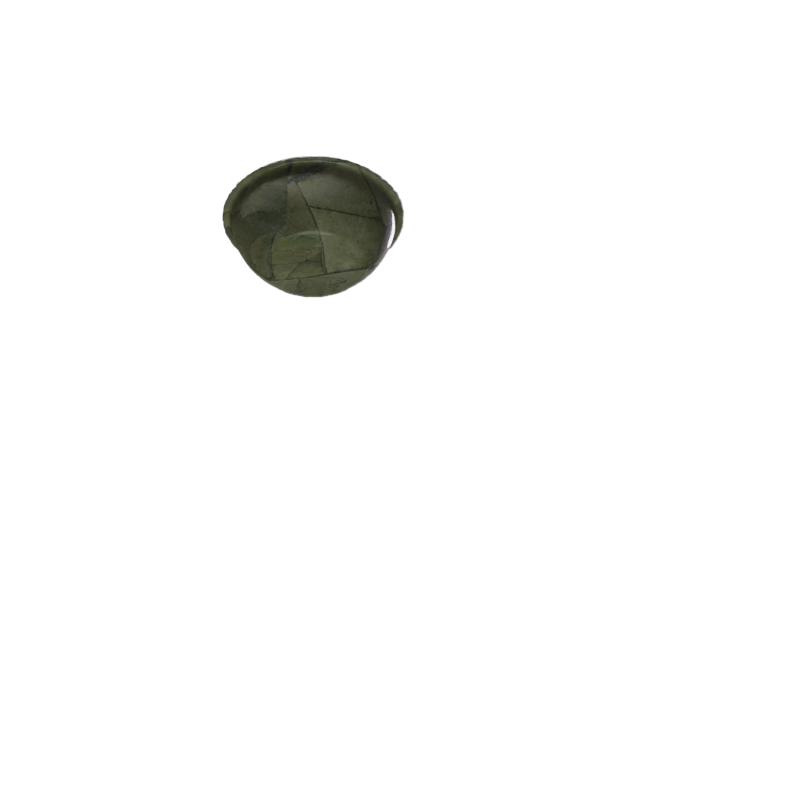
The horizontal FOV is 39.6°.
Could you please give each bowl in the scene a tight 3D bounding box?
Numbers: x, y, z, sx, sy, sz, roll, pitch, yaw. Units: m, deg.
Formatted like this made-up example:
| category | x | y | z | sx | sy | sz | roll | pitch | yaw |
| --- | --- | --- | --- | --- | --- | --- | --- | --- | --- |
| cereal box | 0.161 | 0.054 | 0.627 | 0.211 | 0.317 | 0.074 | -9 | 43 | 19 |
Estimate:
| category | x | y | z | sx | sy | sz | roll | pitch | yaw |
| --- | --- | --- | --- | --- | --- | --- | --- | --- | --- |
| bowl | -0.076 | -0.138 | 0.969 | 0.162 | 0.059 | 0.151 | 1 | -35 | -2 |
